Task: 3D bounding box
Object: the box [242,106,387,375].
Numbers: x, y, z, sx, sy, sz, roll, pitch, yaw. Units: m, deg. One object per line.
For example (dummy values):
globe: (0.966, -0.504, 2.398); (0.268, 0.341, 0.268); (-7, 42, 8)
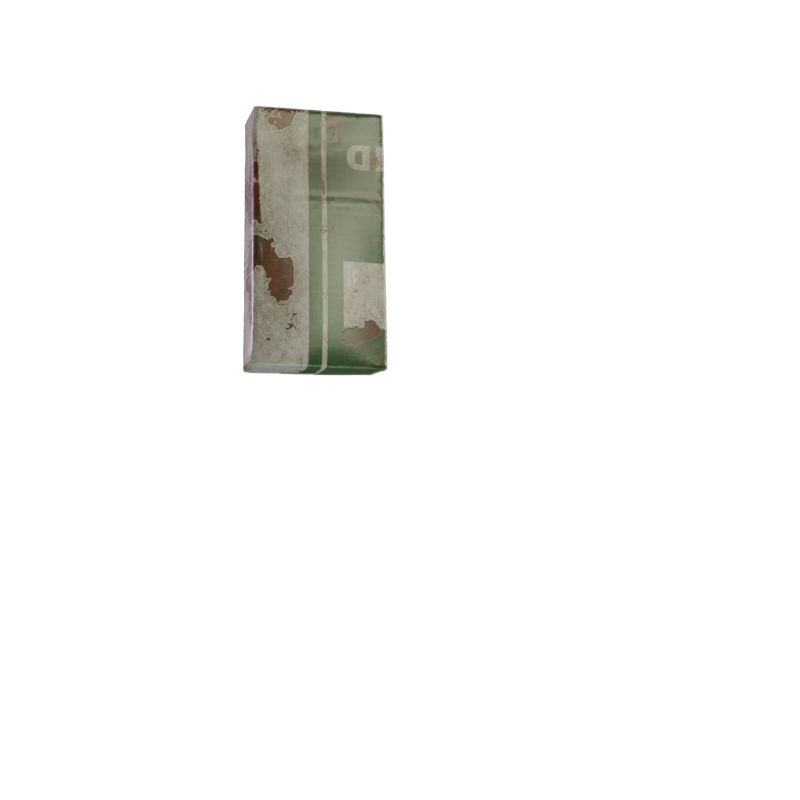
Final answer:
box: (-0.059, -0.107, 0.750); (0.092, 0.182, 0.047); (2, -14, -14)
